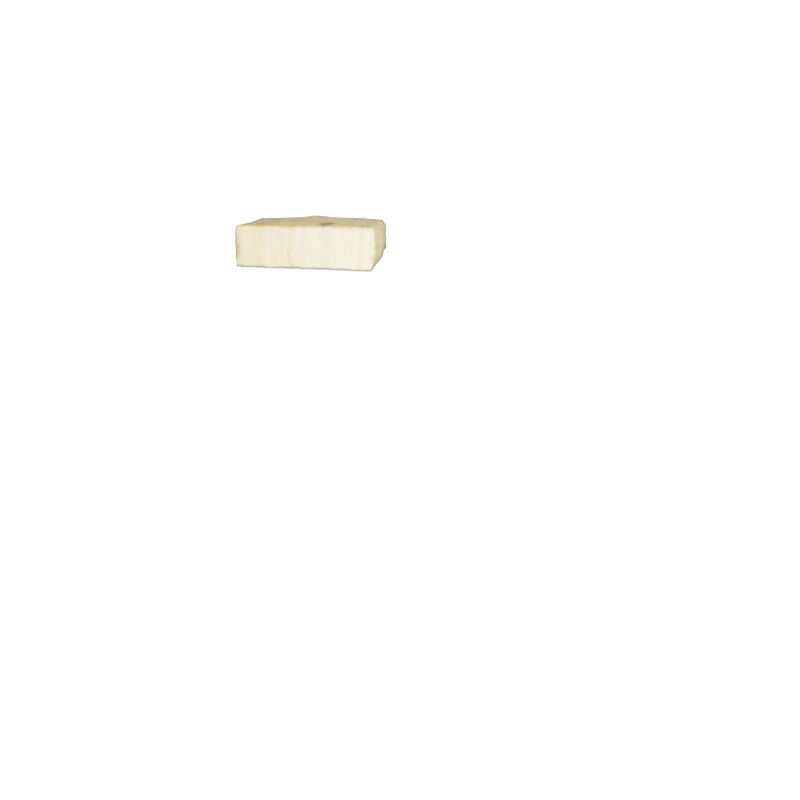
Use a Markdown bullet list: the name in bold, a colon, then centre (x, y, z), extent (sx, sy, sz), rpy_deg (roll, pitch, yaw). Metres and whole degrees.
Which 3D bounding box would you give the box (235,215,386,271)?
- **box**: centre (-0.057, -0.104, 0.727), extent (0.090, 0.030, 0.074), rpy_deg (2, 12, 8)
